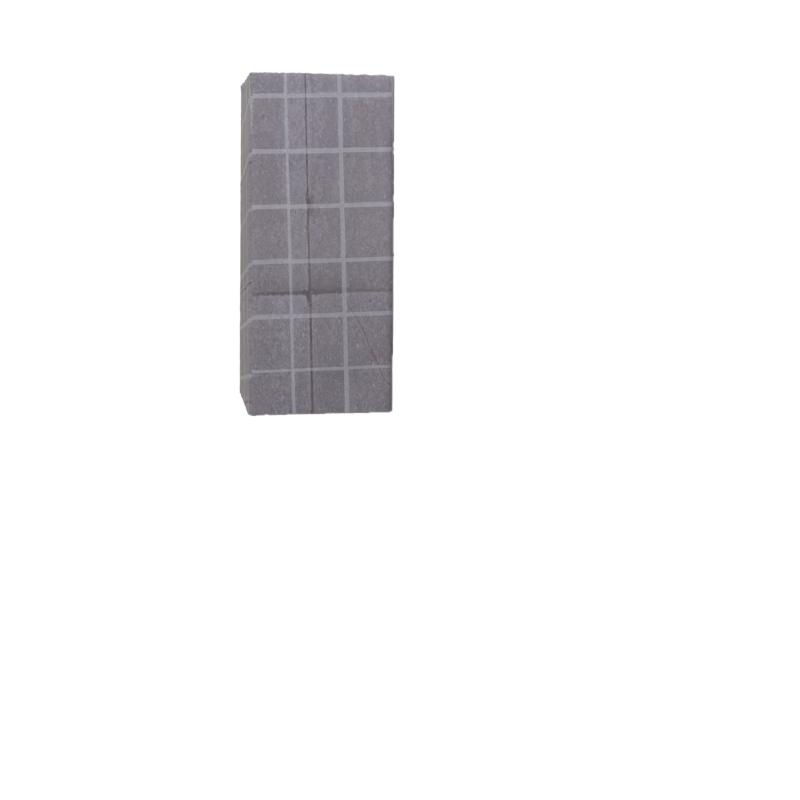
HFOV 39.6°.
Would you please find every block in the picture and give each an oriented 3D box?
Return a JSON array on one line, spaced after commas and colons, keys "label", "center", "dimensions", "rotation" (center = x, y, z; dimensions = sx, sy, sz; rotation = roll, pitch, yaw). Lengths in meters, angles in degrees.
[{"label": "block", "center": [-0.055, -0.102, 0.711], "dimensions": [0.090, 0.205, 0.092], "rotation": [0, 3, -10]}]
